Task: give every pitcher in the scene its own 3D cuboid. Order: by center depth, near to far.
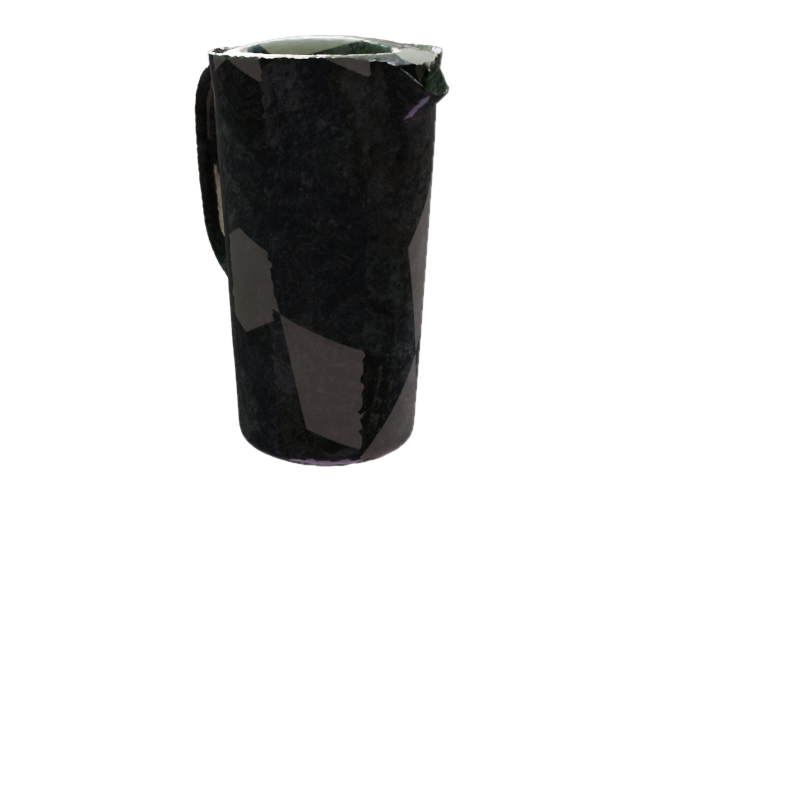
[{"bbox_3d":[-0.052,-0.095,0.662,0.144,0.235,0.155,0,16,-5],"label":"pitcher"}]
